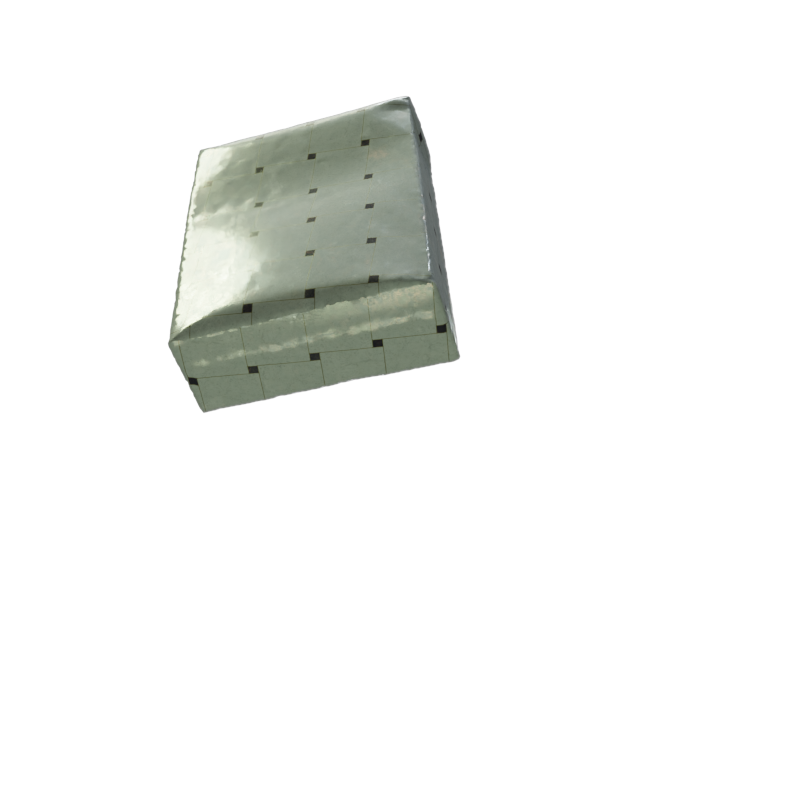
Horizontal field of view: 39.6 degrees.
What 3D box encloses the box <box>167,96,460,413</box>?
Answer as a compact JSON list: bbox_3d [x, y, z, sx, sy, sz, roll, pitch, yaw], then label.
[{"bbox_3d":[-0.057,-0.104,0.730,0.165,0.066,0.229,-13,42,9],"label":"box"}]
